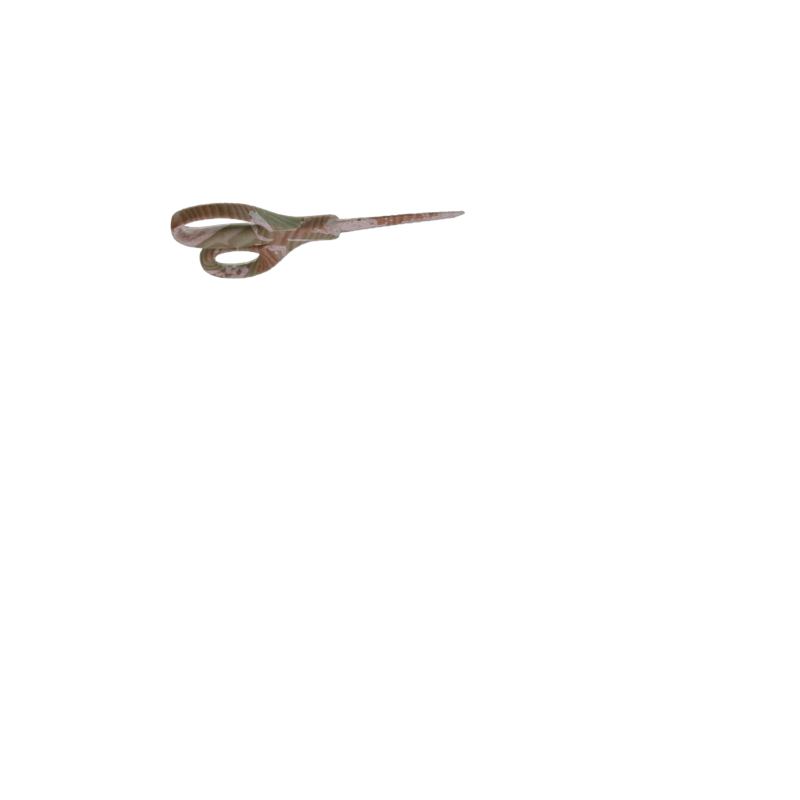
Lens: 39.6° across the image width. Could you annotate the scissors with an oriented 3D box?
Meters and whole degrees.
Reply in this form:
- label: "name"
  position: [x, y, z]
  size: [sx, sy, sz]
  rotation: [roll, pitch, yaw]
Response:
- label: "scissors"
  position: [-0.062, -0.113, 0.791]
  size: [0.200, 0.017, 0.091]
  rotation: [2, -25, -4]
